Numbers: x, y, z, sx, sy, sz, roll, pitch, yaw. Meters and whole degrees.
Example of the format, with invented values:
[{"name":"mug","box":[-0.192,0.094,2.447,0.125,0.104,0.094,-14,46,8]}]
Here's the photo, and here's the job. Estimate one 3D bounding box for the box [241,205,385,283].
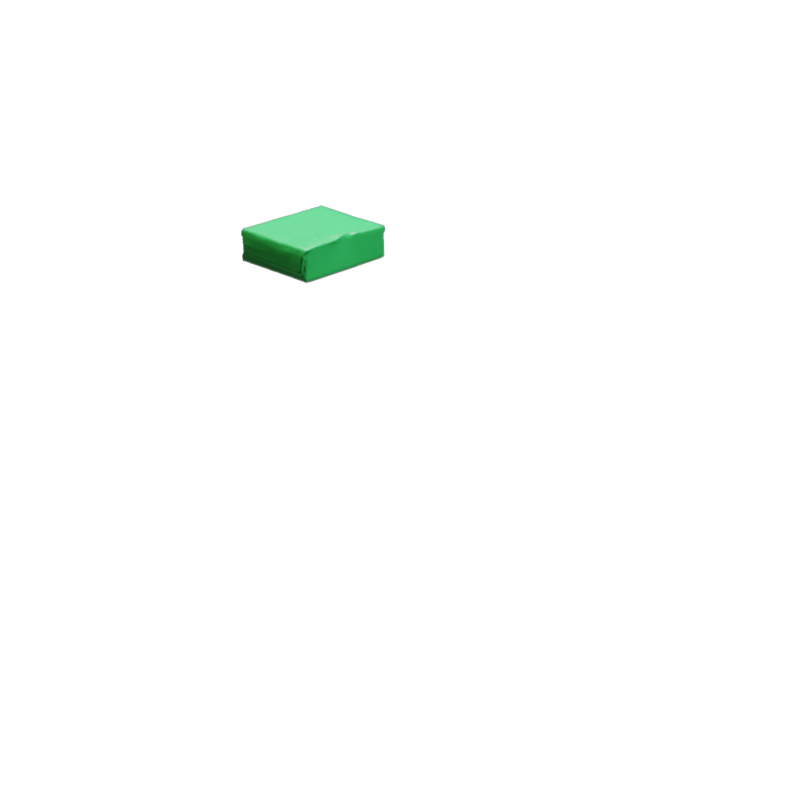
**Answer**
[{"name":"box","box":[-0.068,-0.123,0.864,0.078,0.029,0.088,23,33,39]}]
